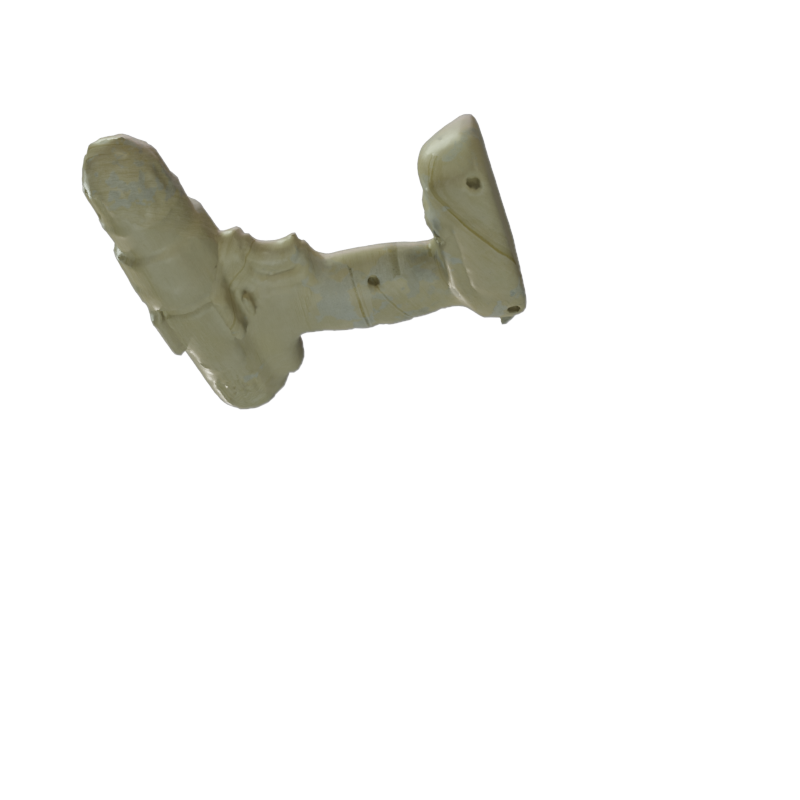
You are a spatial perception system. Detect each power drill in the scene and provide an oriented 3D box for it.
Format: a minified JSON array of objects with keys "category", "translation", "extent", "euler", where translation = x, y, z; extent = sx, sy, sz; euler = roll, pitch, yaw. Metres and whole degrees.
[{"category":"power drill","translation":[-0.043,-0.078,0.548],"extent":[0.189,0.062,0.170],"euler":[-13,-42,14]}]
